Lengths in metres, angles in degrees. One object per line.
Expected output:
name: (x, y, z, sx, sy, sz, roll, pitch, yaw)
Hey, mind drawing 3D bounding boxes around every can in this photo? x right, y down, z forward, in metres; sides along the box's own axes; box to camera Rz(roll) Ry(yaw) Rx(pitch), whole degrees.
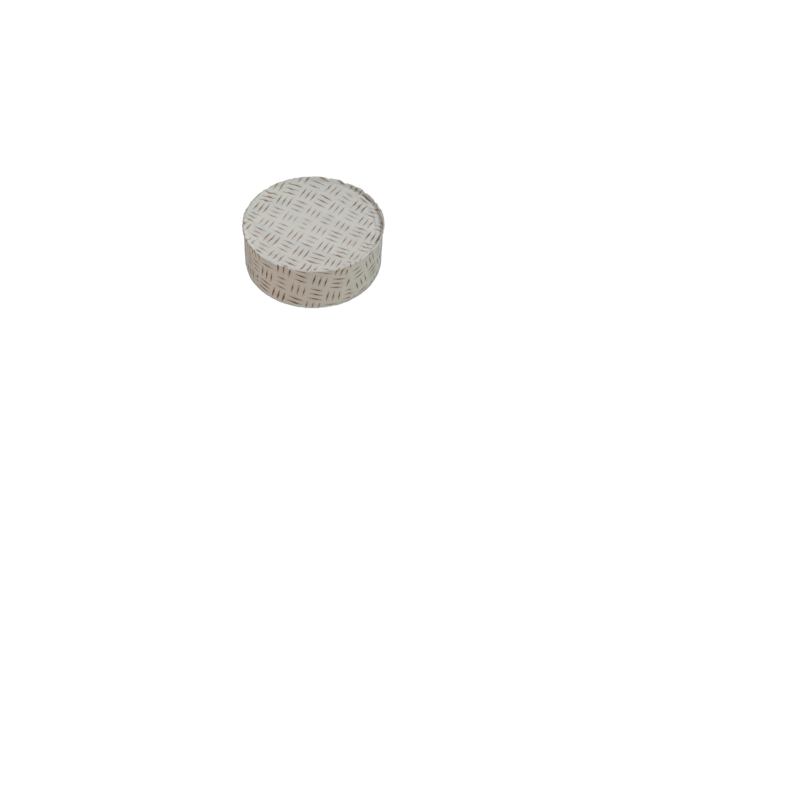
can: (-0.053, -0.097, 0.677, 0.086, 0.092, 0.031, -1, -43, -1)
